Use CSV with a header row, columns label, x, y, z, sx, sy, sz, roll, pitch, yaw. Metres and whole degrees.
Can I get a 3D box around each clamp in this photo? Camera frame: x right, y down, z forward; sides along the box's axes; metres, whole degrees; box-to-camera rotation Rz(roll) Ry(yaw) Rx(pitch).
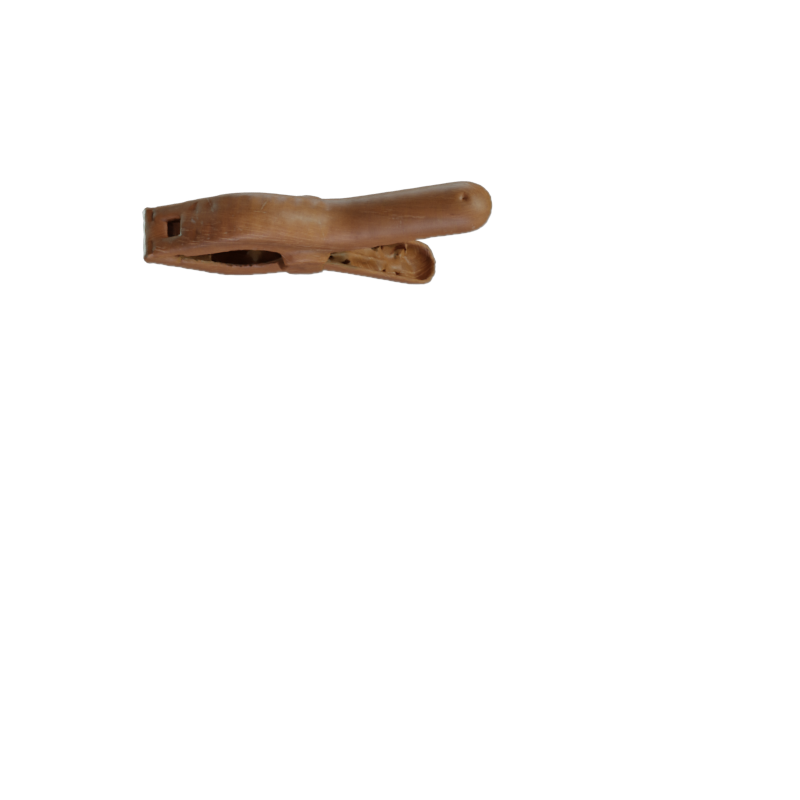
label,x,y,z,sx,sy,sz,roll,pitch,yaw
clamp,-0.045,-0.083,0.578,0.171,0.041,0.115,0,-16,-1
